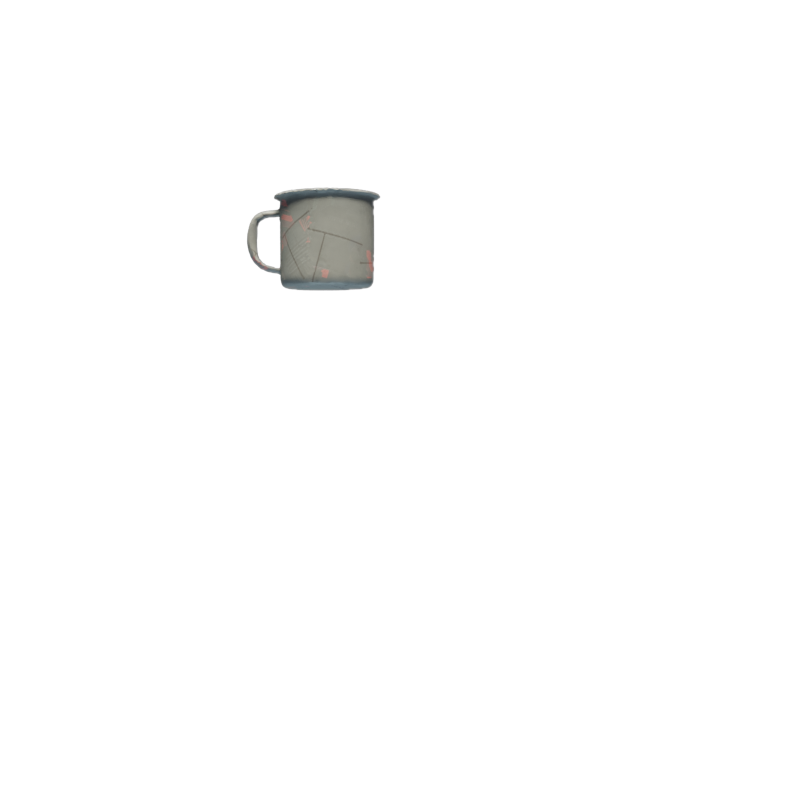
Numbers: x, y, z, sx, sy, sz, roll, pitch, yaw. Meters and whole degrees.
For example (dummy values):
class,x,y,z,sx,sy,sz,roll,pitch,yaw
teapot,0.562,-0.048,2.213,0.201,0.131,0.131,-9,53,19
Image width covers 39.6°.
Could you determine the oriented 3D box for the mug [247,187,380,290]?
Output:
class,x,y,z,sx,sy,sz,roll,pitch,yaw
mug,-0.076,-0.138,0.968,0.117,0.082,0.092,0,-2,2
